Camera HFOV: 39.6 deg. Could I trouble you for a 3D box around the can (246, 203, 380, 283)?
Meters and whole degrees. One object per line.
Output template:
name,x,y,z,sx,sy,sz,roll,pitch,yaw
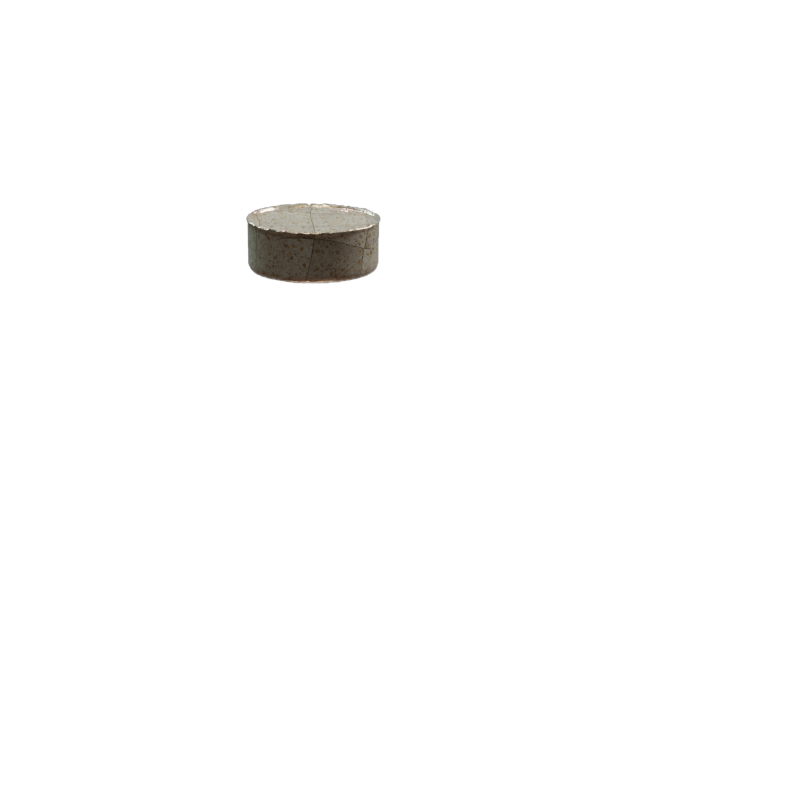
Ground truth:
can,-0.056,-0.102,0.713,0.086,0.032,0.090,-1,21,-2
